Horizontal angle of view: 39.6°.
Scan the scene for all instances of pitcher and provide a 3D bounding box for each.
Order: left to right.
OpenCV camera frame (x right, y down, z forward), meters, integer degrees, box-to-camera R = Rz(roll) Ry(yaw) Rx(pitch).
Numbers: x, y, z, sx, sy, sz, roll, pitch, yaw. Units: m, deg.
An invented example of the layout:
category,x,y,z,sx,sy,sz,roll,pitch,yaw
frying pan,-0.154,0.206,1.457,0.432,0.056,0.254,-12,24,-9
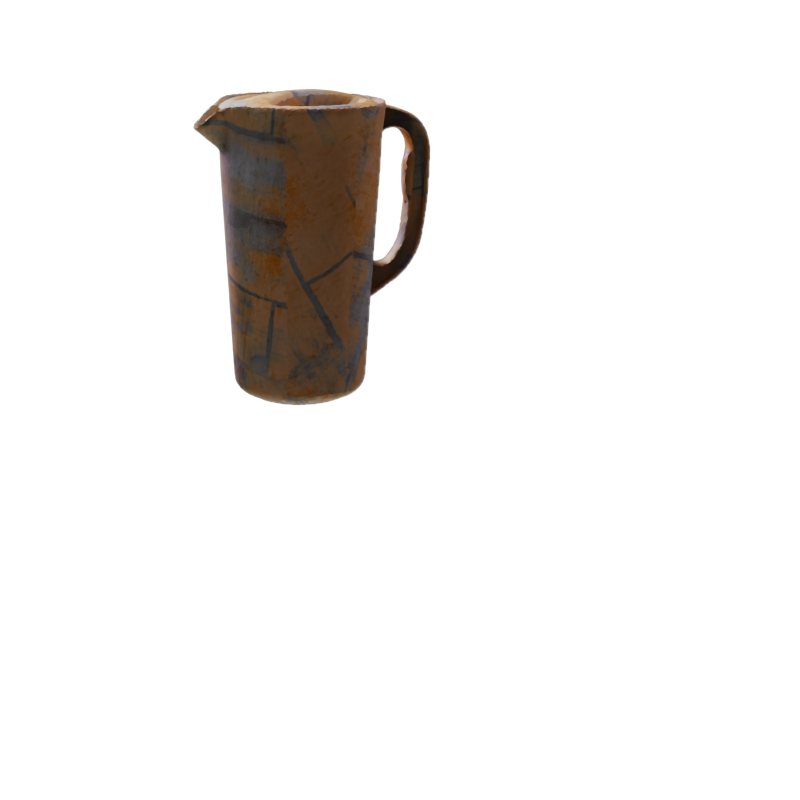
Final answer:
category,x,y,z,sx,sy,sz,roll,pitch,yaw
pitcher,-0.070,-0.127,0.890,0.155,0.235,0.144,9,18,25
